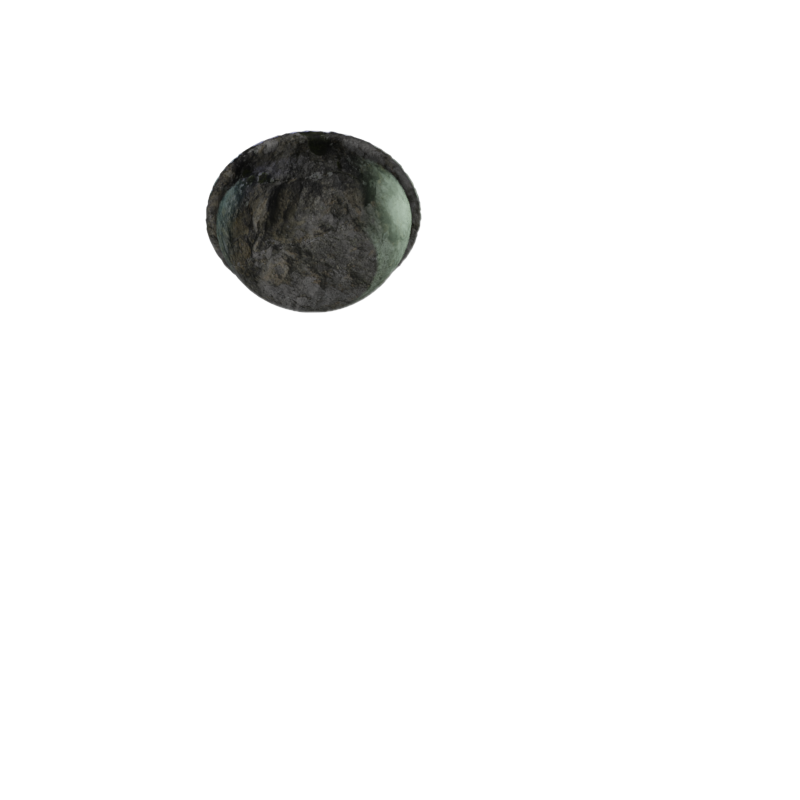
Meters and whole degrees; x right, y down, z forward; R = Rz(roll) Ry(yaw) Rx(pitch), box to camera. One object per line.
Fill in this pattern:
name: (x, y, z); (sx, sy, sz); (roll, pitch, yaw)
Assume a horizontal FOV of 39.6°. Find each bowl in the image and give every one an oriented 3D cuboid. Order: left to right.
bowl: (-0.064, -0.116, 0.813); (0.162, 0.151, 0.059); (1, 43, -1)
